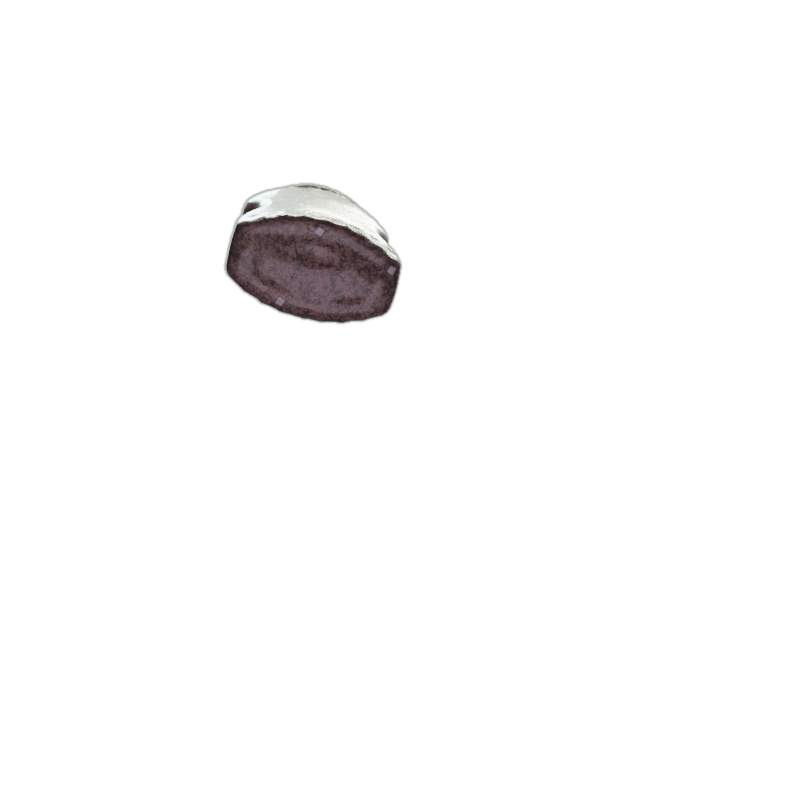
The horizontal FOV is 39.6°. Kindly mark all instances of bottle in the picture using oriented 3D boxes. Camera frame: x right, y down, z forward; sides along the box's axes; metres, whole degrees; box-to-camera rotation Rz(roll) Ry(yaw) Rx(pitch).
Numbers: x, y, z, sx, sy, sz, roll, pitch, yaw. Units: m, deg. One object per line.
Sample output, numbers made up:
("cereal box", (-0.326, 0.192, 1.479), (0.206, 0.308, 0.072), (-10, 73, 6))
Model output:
("bottle", (-0.054, -0.100, 0.696), (0.095, 0.057, 0.198), (11, 16, -7))
